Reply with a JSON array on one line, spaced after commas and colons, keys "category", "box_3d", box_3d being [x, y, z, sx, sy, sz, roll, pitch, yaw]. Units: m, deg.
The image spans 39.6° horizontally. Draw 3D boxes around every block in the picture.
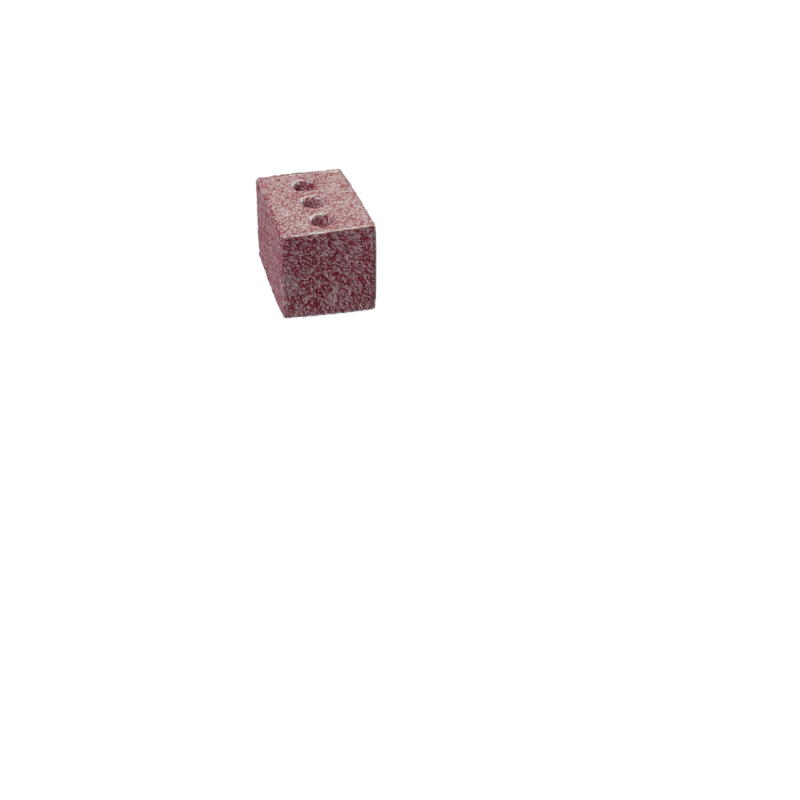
[{"category": "block", "box_3d": [-0.049, -0.089, 0.620, 0.052, 0.048, 0.084, -8, 34, -14]}]
